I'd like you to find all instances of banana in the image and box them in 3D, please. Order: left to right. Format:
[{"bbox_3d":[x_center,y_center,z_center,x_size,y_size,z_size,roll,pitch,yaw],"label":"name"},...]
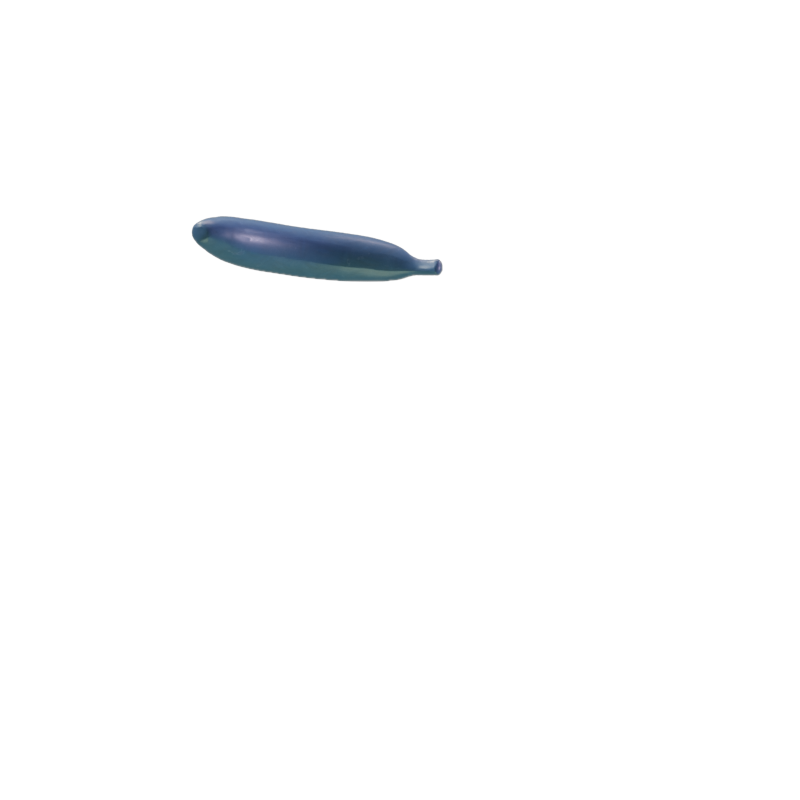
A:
[{"bbox_3d":[-0.069,-0.114,0.830,0.191,0.038,0.070,3,-10,-25],"label":"banana"}]
